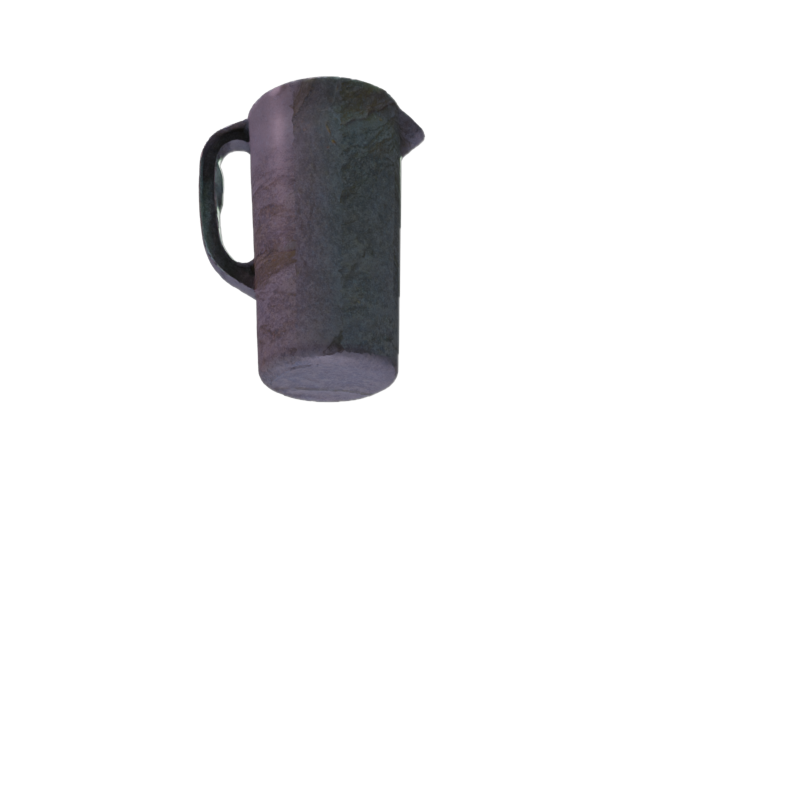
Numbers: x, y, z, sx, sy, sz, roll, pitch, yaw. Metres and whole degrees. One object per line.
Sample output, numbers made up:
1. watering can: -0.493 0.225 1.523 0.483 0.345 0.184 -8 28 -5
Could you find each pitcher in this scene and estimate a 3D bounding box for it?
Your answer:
1. pitcher: -0.070 -0.128 0.896 0.150 0.256 0.136 -22 -31 39
